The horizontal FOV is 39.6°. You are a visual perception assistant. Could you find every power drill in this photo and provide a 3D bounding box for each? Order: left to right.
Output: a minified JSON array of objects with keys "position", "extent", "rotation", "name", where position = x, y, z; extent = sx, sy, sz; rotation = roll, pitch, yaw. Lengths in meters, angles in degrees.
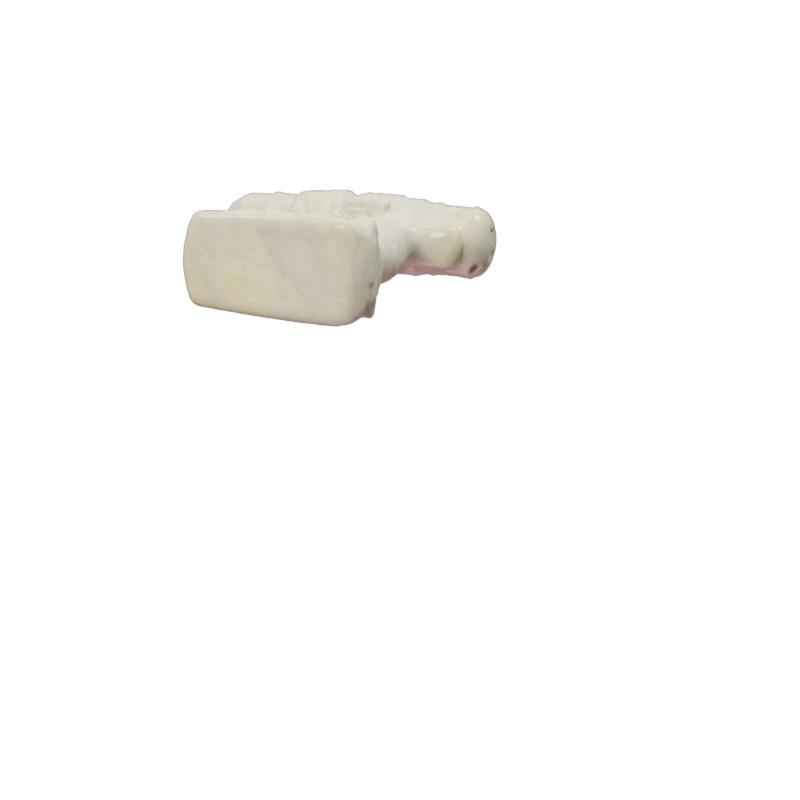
[{"position":[-0.052,-0.094,0.658],"extent":[0.190,0.056,0.187],"rotation":[6,17,20],"name":"power drill"}]
